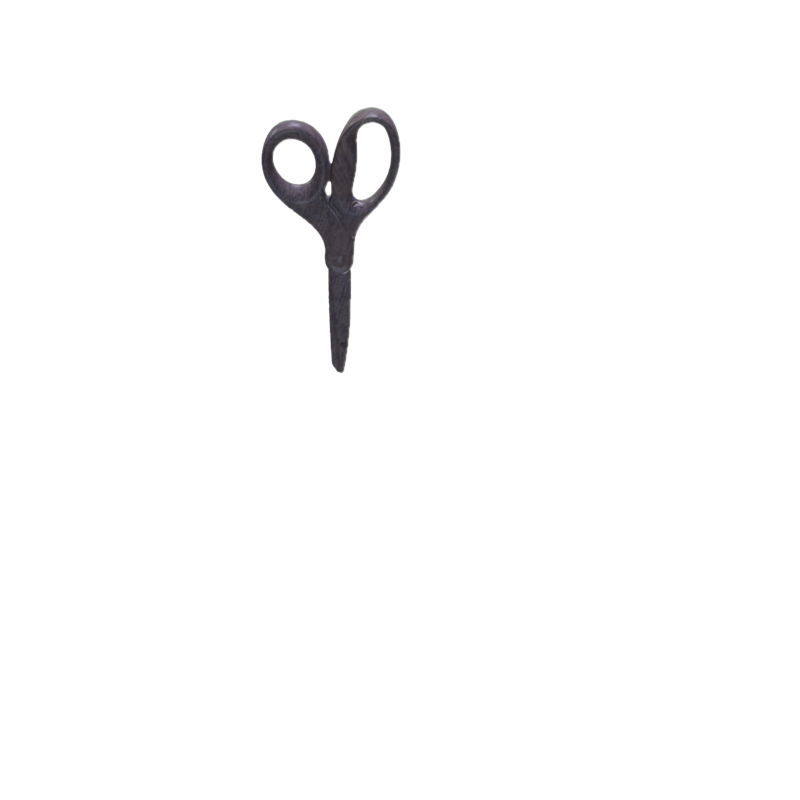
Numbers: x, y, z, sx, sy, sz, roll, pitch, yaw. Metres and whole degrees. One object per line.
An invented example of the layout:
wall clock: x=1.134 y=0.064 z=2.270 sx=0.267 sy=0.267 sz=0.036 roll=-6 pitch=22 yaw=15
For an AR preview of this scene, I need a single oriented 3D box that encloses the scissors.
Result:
scissors: x=-0.057 y=-0.104 z=0.731 sx=0.095 sy=0.192 sz=0.017 roll=14 pitch=33 yaw=-10
